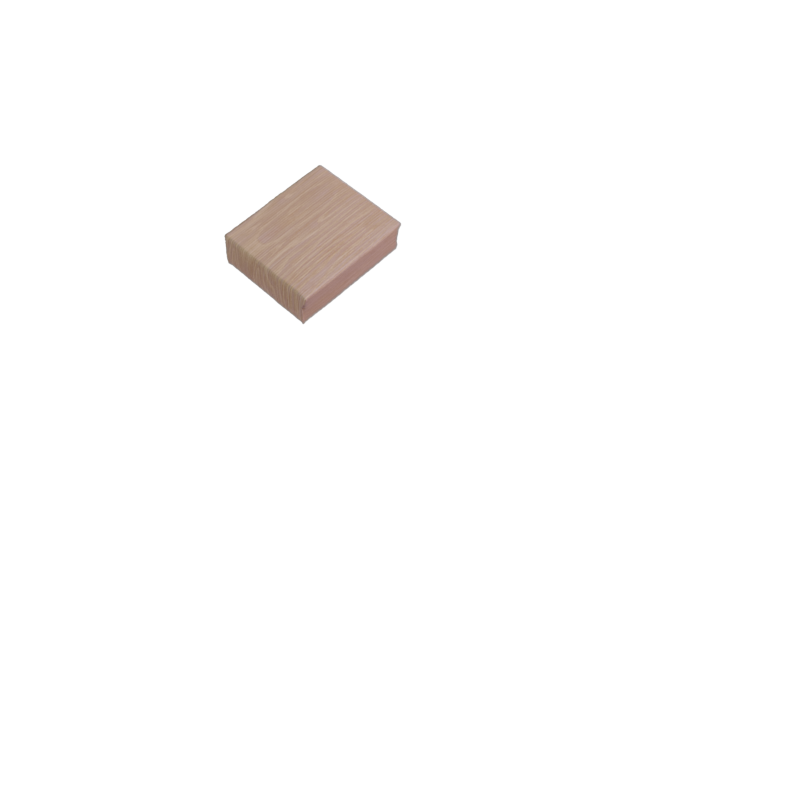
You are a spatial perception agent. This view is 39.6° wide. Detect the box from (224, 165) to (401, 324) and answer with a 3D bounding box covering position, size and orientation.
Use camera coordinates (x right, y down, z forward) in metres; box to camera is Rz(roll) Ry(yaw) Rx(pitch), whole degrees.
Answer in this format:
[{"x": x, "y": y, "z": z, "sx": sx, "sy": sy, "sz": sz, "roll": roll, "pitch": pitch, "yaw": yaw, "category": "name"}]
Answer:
[{"x": -0.069, "y": -0.126, "z": 0.883, "sx": 0.095, "sy": 0.115, "sz": 0.036, "roll": 37, "pitch": -28, "yaw": 22, "category": "box"}]
